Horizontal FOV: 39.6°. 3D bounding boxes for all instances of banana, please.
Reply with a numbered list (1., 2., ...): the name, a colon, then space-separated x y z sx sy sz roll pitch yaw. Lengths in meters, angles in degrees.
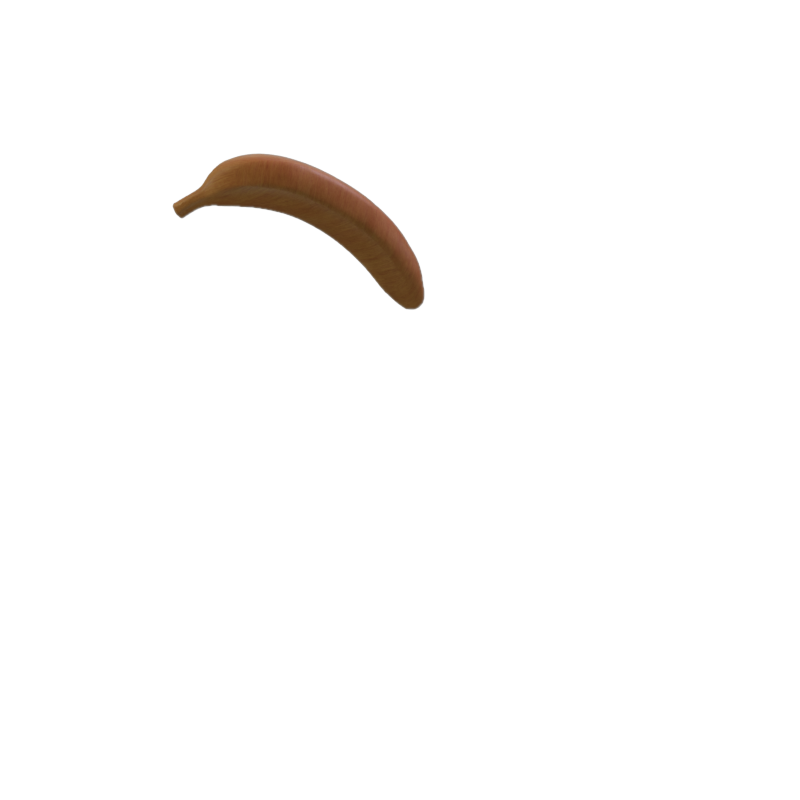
1. banana: -0.055 -0.125 0.773 0.190 0.067 0.039 22 37 -18
